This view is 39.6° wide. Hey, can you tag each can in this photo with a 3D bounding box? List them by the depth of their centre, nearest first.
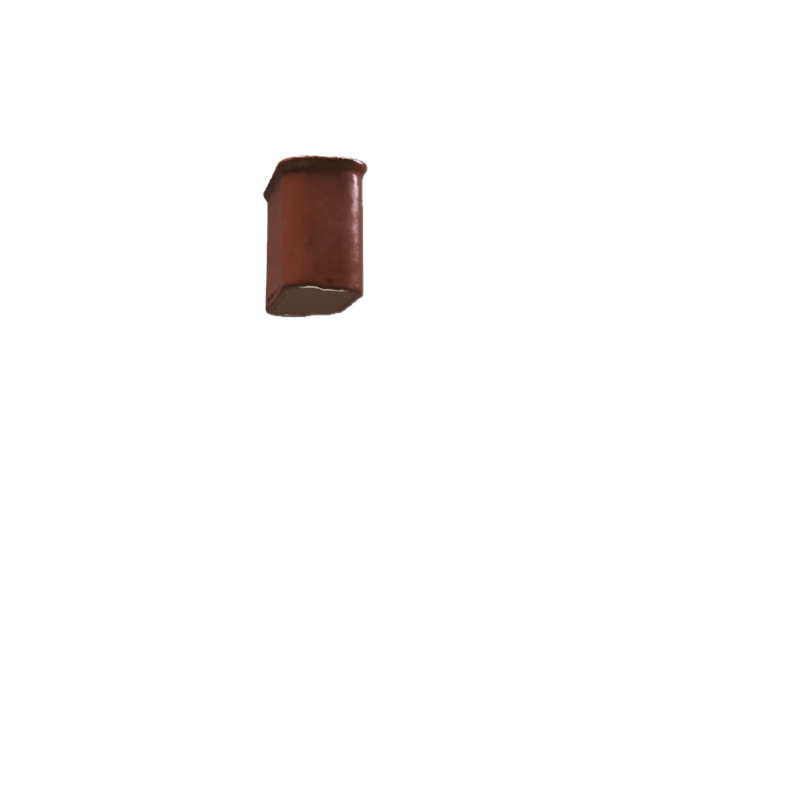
[{"bbox_3d":[-0.056,-0.102,0.717,0.056,0.086,0.101,2,-9,-14],"label":"can"}]
